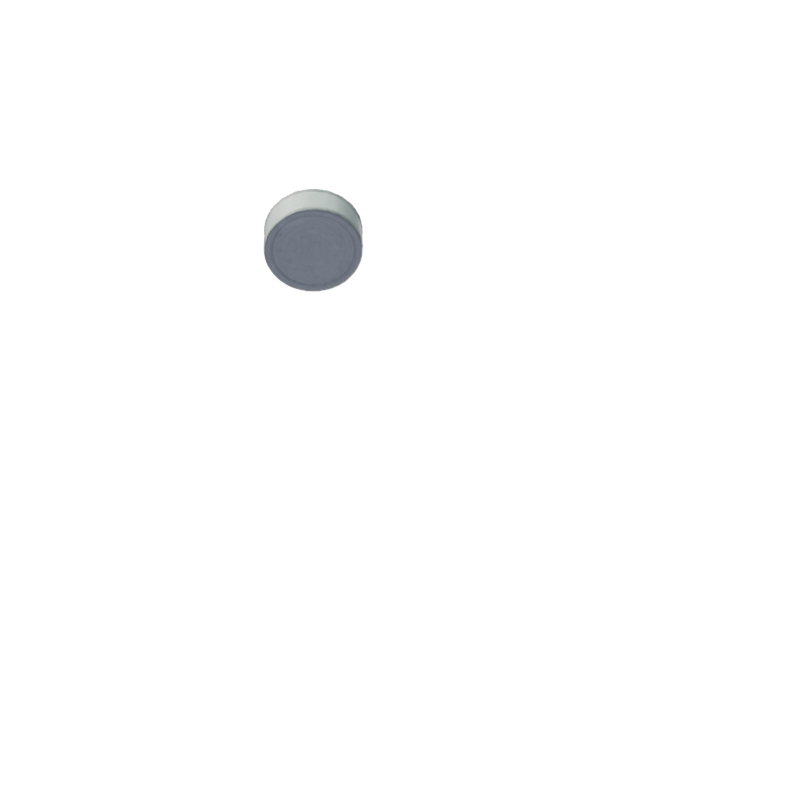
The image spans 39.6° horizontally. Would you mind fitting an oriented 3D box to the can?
[{"bbox_3d":[-0.074,-0.135,0.949,0.086,0.080,0.036,1,36,-1],"label":"can"}]
